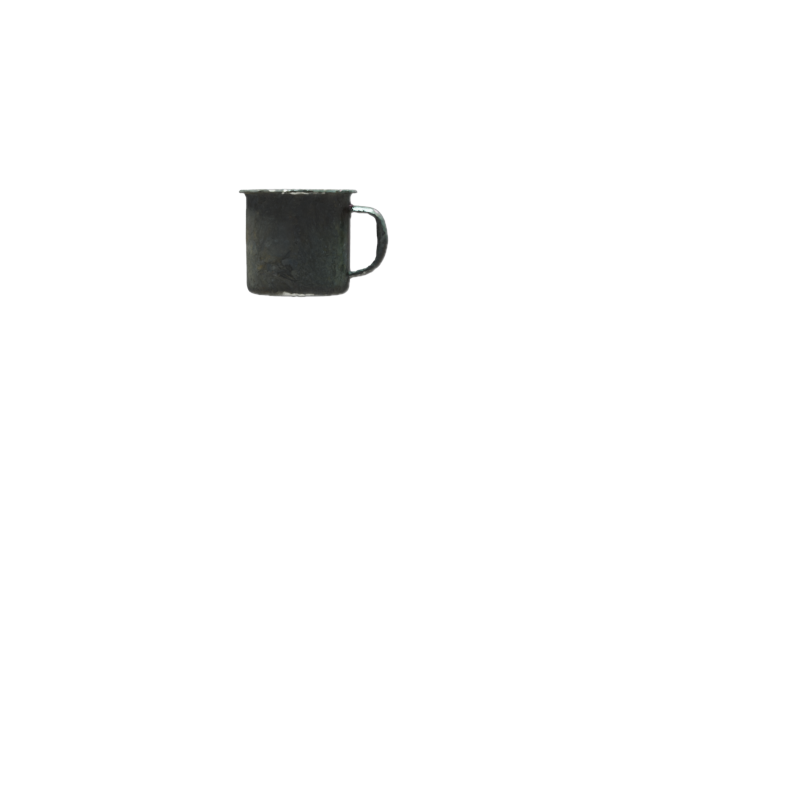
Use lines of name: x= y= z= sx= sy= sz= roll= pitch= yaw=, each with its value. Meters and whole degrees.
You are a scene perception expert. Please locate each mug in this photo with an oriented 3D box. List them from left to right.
mug: x=-0.068 y=-0.124 z=0.868 sx=0.118 sy=0.081 sz=0.094 roll=1 pitch=6 yaw=4
